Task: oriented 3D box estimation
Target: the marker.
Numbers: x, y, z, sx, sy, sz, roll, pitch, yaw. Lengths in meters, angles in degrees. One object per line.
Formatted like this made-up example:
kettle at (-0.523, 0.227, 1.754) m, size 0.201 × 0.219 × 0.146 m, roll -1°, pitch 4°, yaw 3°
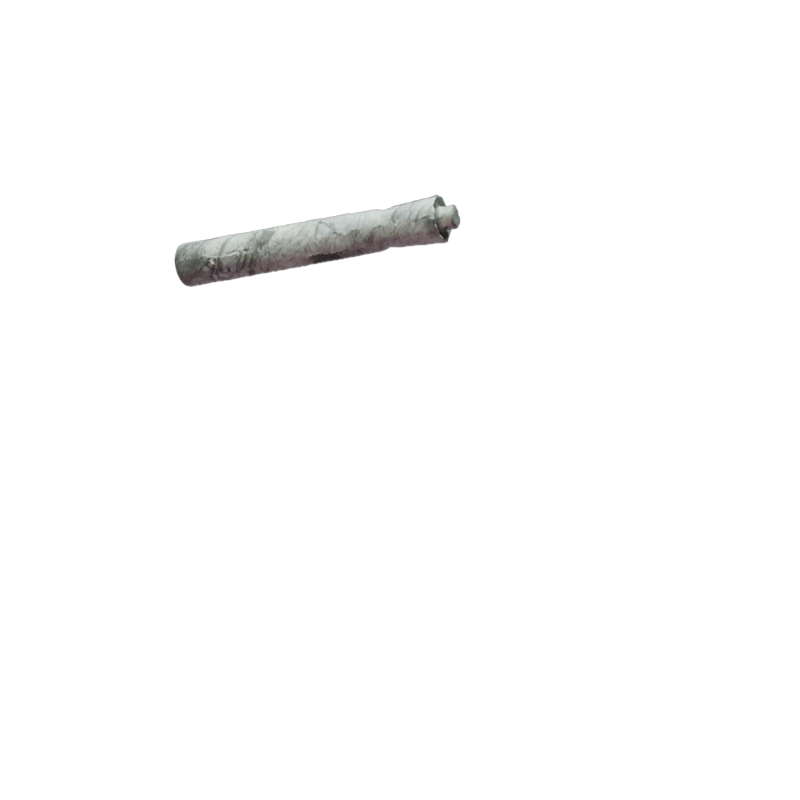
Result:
marker at (-0.035, -0.064, 0.445) m, size 0.123 × 0.020 × 0.019 m, roll -7°, pitch 1°, yaw 24°
